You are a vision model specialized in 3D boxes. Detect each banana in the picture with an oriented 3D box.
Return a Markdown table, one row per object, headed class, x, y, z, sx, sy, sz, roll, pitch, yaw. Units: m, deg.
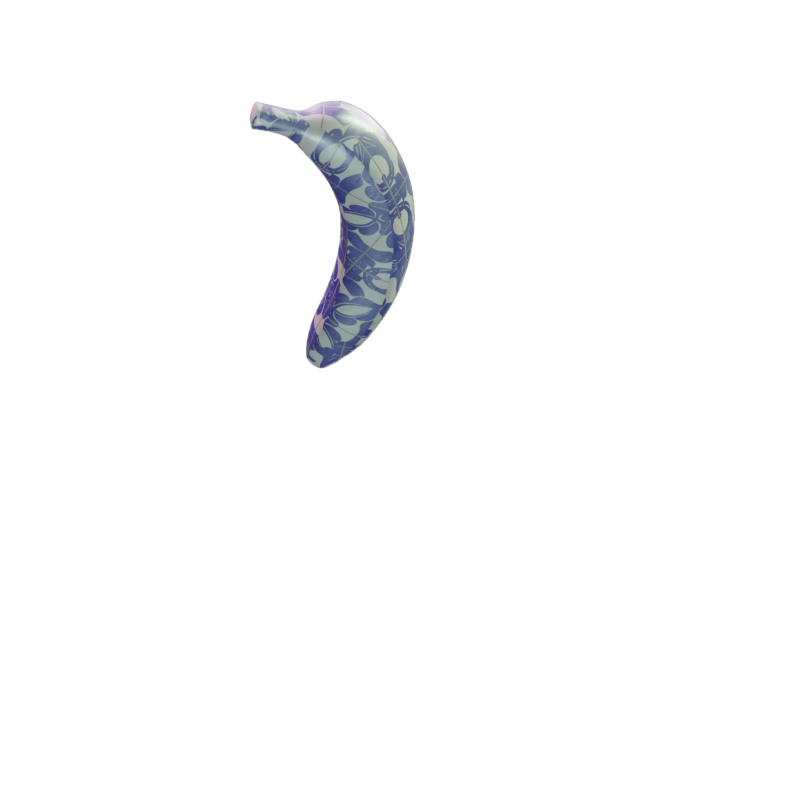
| class | x | y | z | sx | sy | sz | roll | pitch | yaw |
| --- | --- | --- | --- | --- | --- | --- | --- | --- | --- |
| banana | -0.026 | -0.085 | 0.565 | 0.070 | 0.039 | 0.183 | -4 | -39 | 4 |
